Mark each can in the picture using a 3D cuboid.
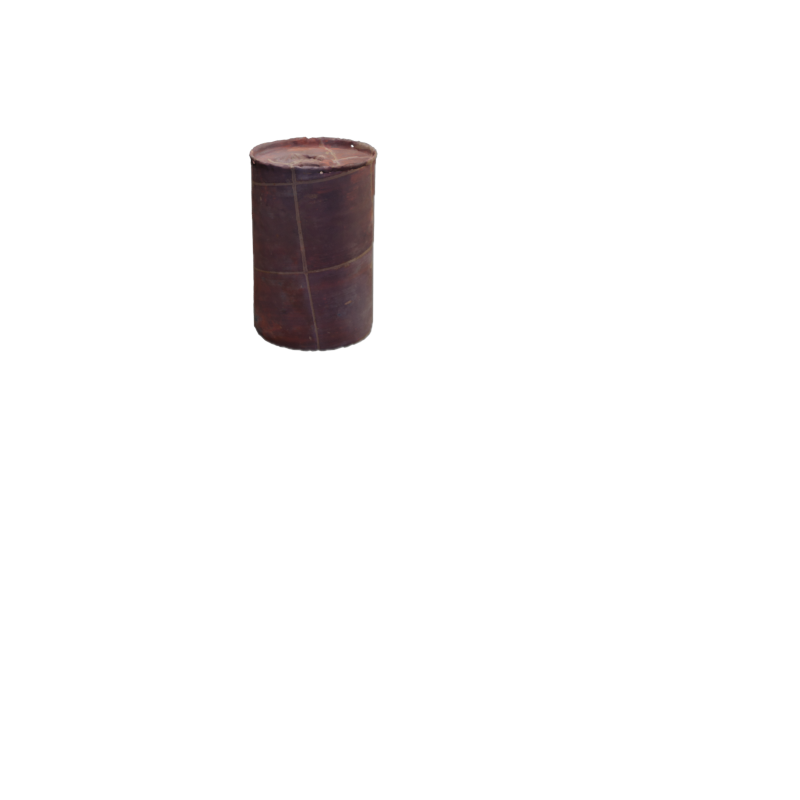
[{"bbox_3d":[-0.047,-0.086,0.603,0.068,0.098,0.072,0,21,-2],"label":"can"}]
